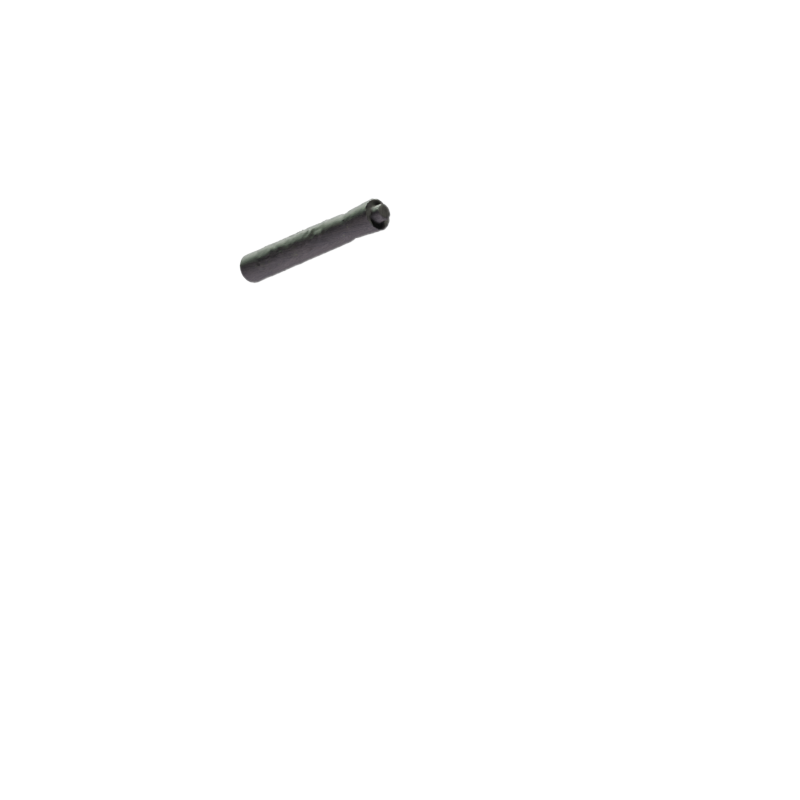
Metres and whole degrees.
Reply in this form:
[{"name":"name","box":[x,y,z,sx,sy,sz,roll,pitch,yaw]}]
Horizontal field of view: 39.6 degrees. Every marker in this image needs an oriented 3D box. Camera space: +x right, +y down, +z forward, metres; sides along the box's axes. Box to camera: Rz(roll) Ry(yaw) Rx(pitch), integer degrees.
[{"name":"marker","box":[-0.051,-0.093,0.652,0.019,0.020,0.122,-4,-8,-45]}]
